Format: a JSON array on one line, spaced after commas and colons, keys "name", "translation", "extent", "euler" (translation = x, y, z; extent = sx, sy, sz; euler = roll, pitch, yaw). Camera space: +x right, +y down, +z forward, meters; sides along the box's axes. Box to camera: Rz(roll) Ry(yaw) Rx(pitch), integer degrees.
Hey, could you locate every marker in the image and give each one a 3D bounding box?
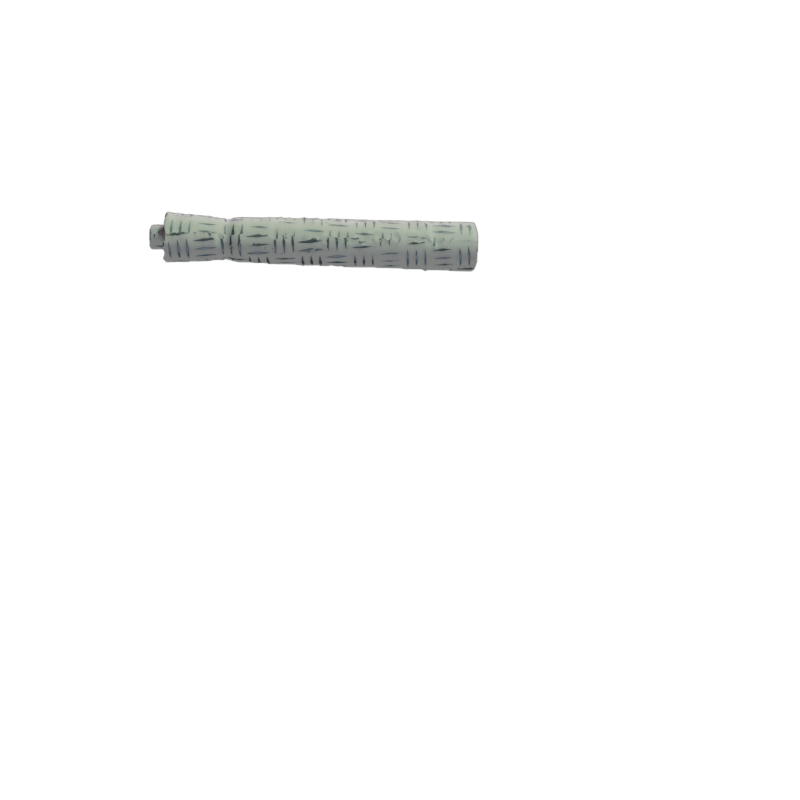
[{"name": "marker", "translation": [-0.032, -0.059, 0.413], "extent": [0.120, 0.020, 0.020], "euler": [1, 4, -2]}]
